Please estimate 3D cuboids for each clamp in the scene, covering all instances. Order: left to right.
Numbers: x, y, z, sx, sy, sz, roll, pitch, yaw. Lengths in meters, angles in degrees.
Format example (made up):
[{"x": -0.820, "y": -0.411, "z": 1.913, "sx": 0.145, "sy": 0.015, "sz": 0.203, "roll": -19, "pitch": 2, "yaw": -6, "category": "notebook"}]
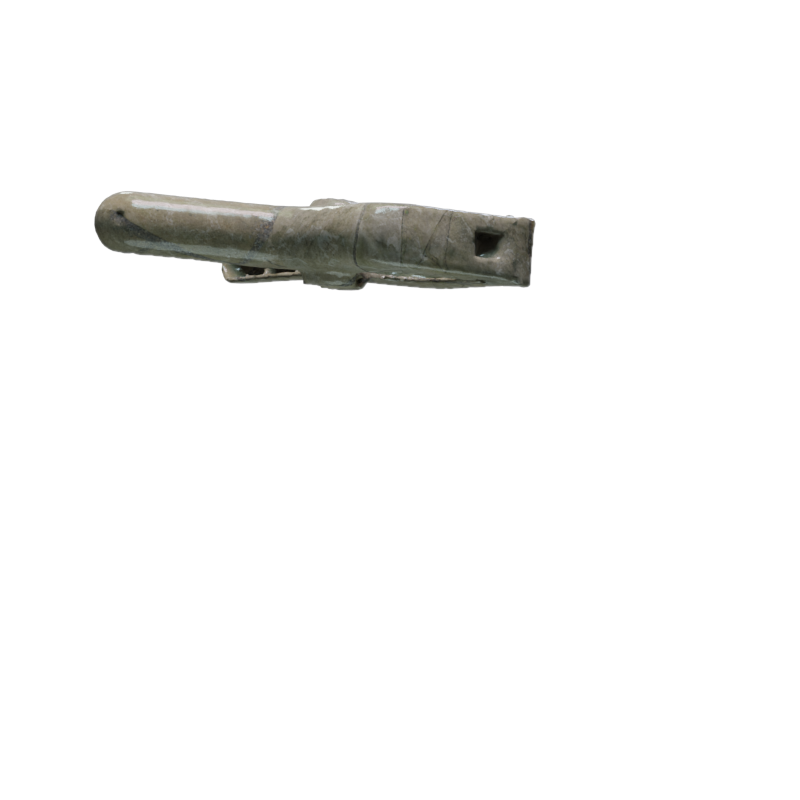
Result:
[{"x": -0.036, "y": -0.065, "z": 0.454, "sx": 0.177, "sy": 0.039, "sz": 0.116, "roll": 2, "pitch": 4, "yaw": 31, "category": "clamp"}]
